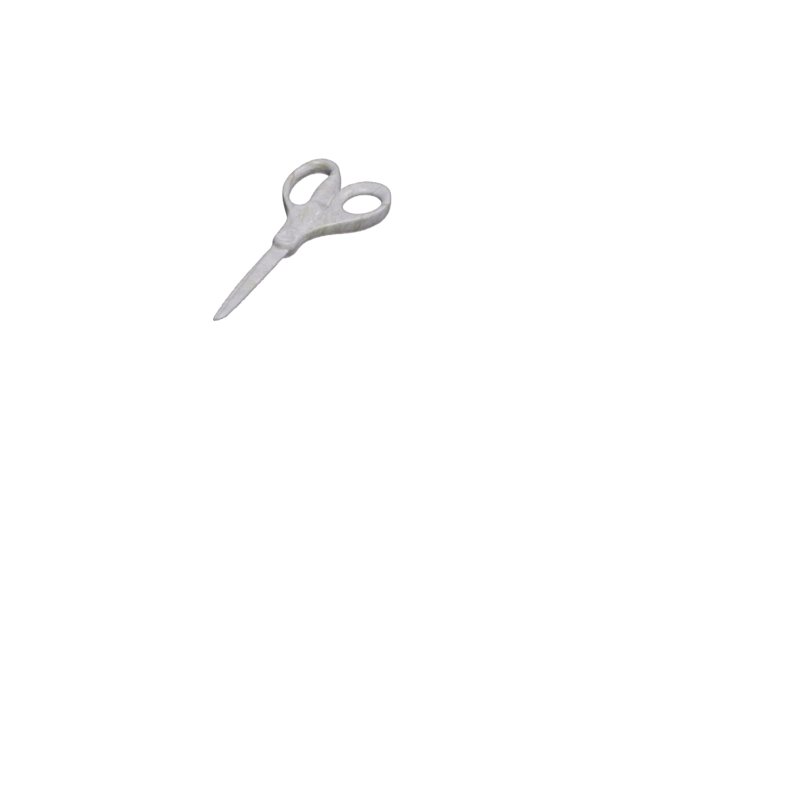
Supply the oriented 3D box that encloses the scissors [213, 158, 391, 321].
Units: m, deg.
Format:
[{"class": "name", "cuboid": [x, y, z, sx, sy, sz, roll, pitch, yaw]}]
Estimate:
[{"class": "scissors", "cuboid": [-0.065, -0.119, 0.834, 0.098, 0.015, 0.213, 7, 44, 7]}]
